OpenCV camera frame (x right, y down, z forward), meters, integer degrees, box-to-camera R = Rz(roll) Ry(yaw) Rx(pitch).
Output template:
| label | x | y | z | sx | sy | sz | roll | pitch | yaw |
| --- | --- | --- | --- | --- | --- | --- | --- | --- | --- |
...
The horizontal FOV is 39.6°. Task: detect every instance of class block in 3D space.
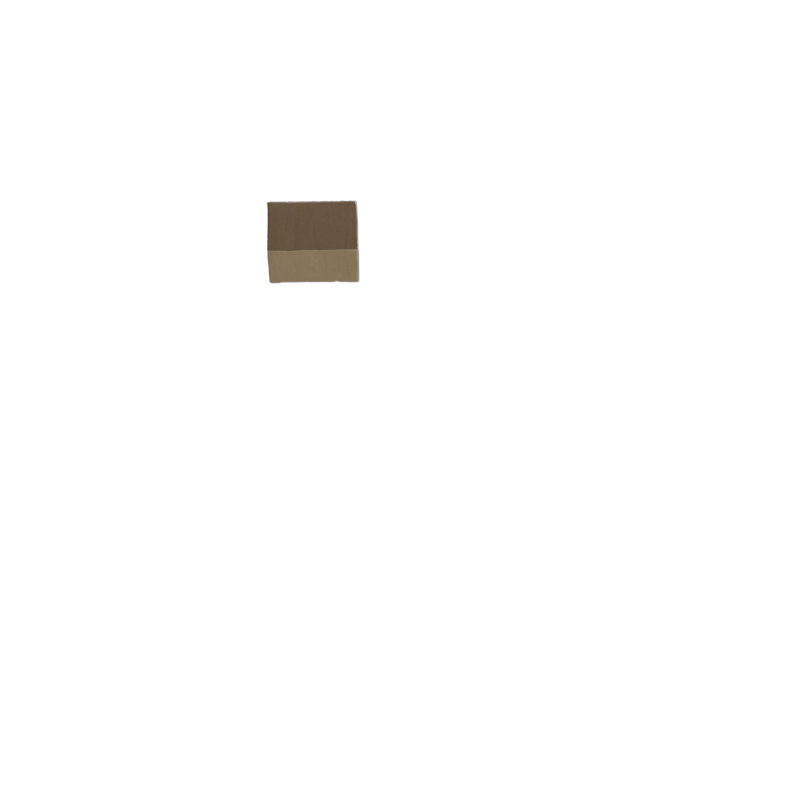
| label | x | y | z | sx | sy | sz | roll | pitch | yaw |
| --- | --- | --- | --- | --- | --- | --- | --- | --- | --- |
| block | -0.073 | -0.133 | 0.934 | 0.078 | 0.055 | 0.049 | 0 | -30 | -1 |
